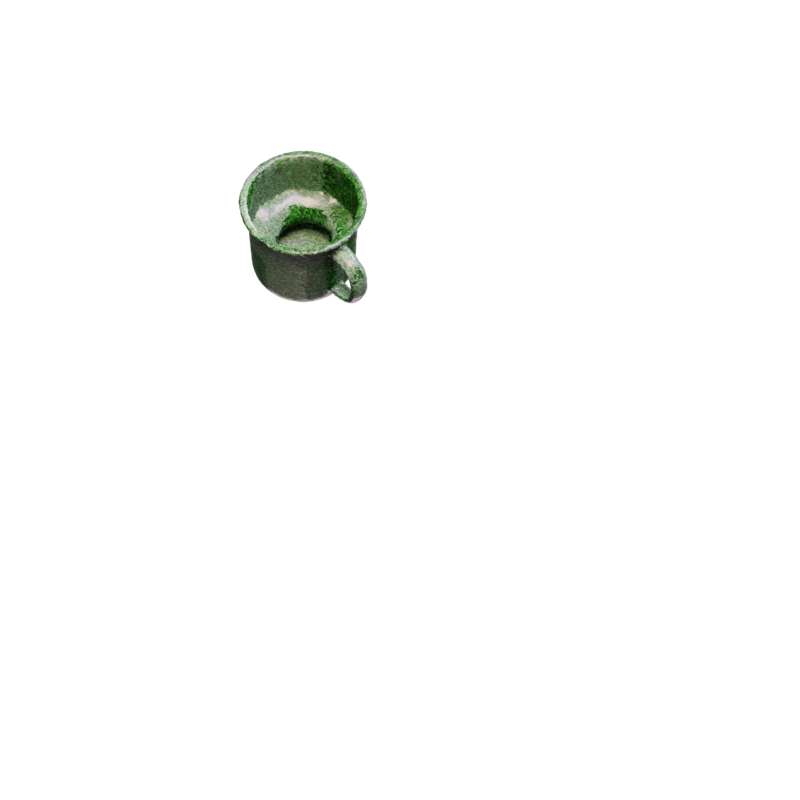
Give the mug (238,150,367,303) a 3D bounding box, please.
[{"bbox_3d":[-0.065,-0.119,0.833,0.094,0.124,0.076,-37,-23,-20],"label":"mug"}]
